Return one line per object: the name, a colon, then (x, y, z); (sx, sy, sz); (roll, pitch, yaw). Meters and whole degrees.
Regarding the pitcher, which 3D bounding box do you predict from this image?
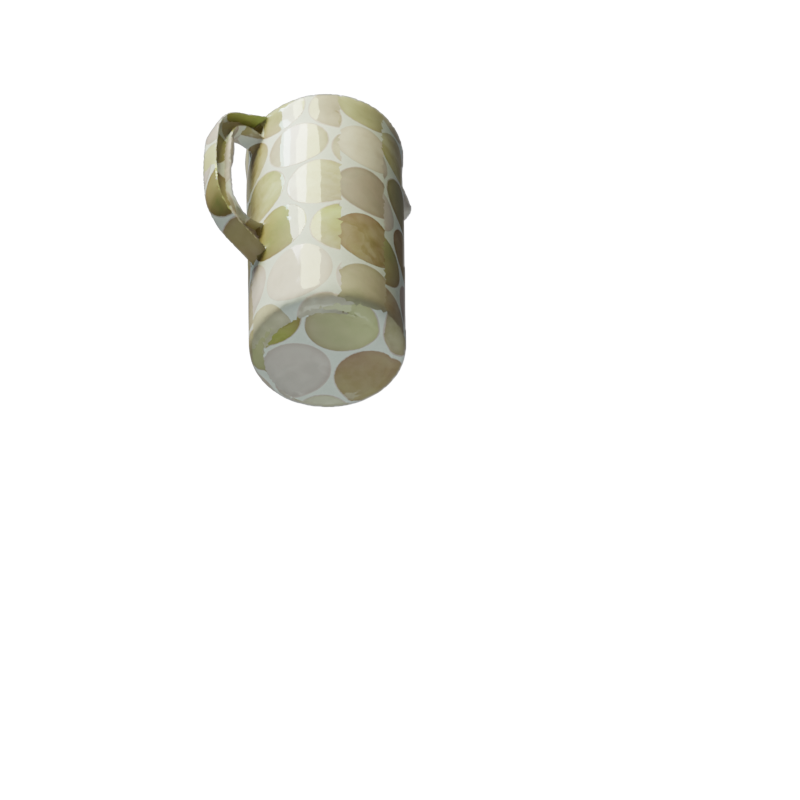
pitcher: (-0.066, -0.120, 0.841); (0.150, 0.134, 0.261); (-9, 43, 5)
